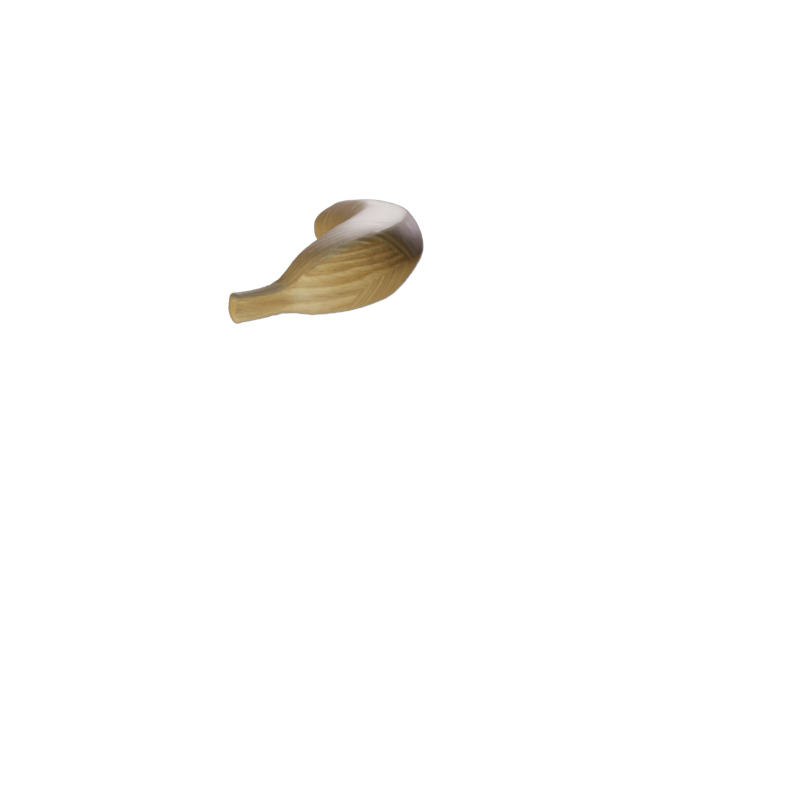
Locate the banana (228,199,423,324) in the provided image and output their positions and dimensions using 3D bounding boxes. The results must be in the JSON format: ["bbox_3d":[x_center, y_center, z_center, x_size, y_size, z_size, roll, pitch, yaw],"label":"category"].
[{"bbox_3d":[-0.023,-0.072,0.515,0.070,0.036,0.201,2,16,7],"label":"banana"}]
